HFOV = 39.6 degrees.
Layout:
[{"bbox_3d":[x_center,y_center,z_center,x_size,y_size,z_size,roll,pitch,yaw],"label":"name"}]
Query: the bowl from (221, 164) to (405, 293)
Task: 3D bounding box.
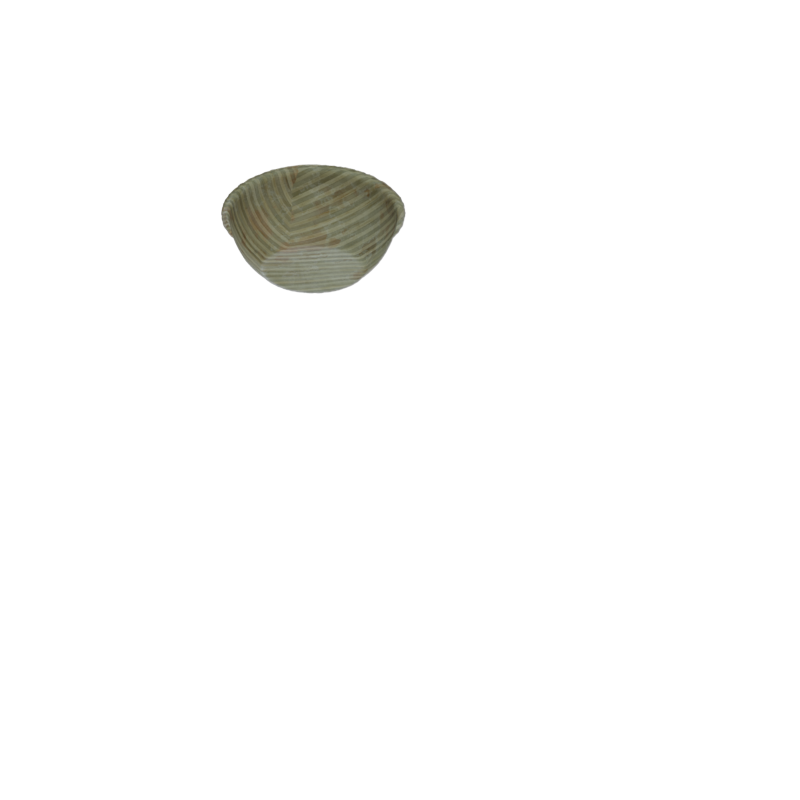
[{"bbox_3d":[-0.075,-0.137,0.960,0.162,0.058,0.153,1,-24,-2],"label":"bowl"}]
